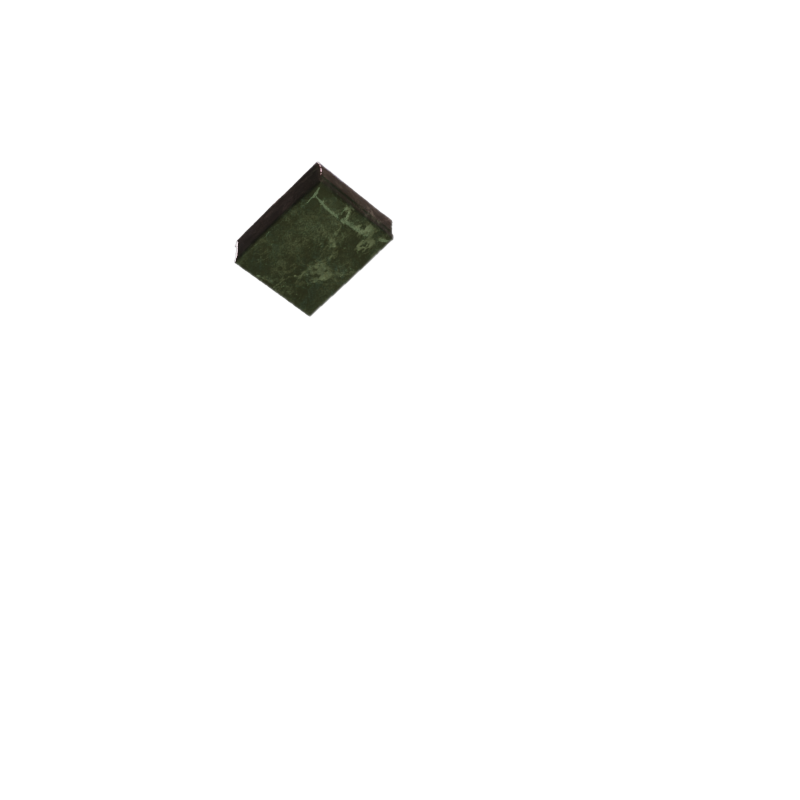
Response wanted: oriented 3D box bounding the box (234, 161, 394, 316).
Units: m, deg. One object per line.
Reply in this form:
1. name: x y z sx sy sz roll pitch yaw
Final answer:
1. box: -0.076 -0.138 0.964 0.085 0.042 0.112 37 -62 -25
